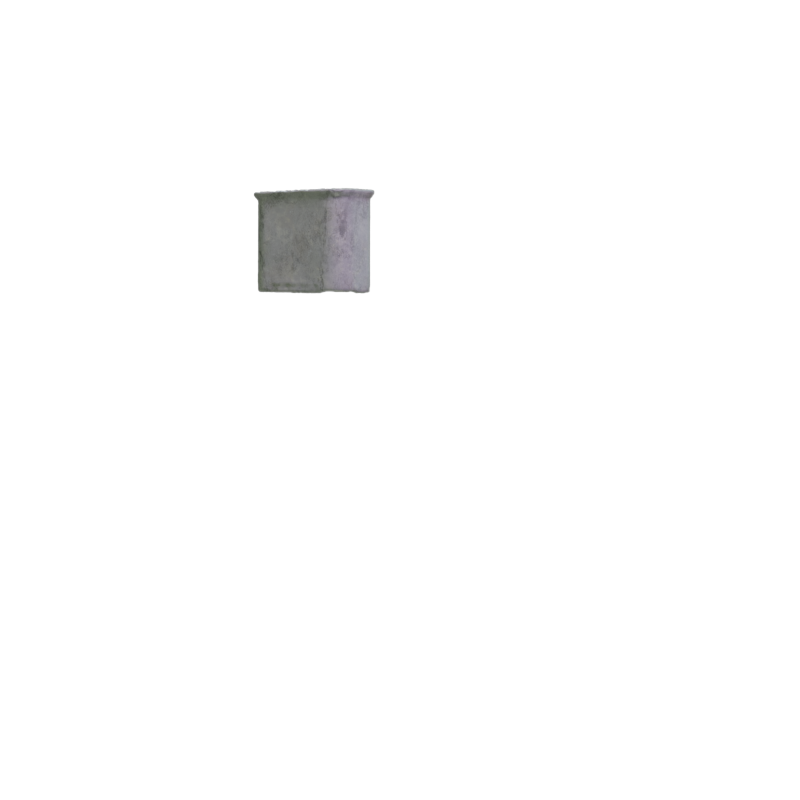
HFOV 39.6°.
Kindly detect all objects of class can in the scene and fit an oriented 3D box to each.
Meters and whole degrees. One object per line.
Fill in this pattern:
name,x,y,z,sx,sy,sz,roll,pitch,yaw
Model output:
can,-0.072,-0.131,0.917,0.106,0.084,0.055,3,3,36
